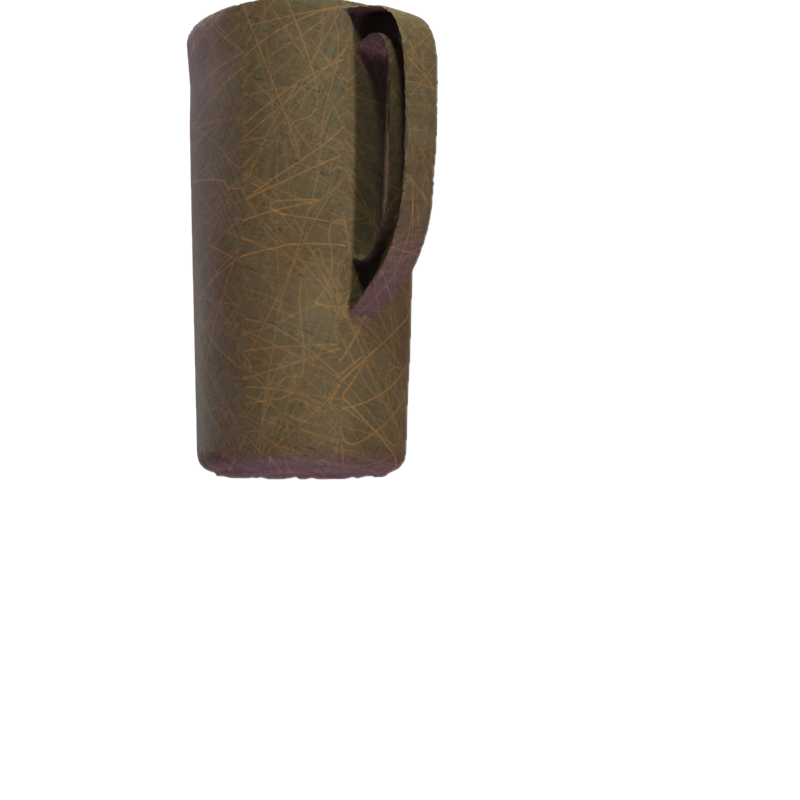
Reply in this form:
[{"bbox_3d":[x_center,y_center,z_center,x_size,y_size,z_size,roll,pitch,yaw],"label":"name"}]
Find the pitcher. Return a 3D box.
[{"bbox_3d":[-0.046,-0.084,0.588,0.146,0.251,0.143,-2,-12,8],"label":"pitcher"}]
